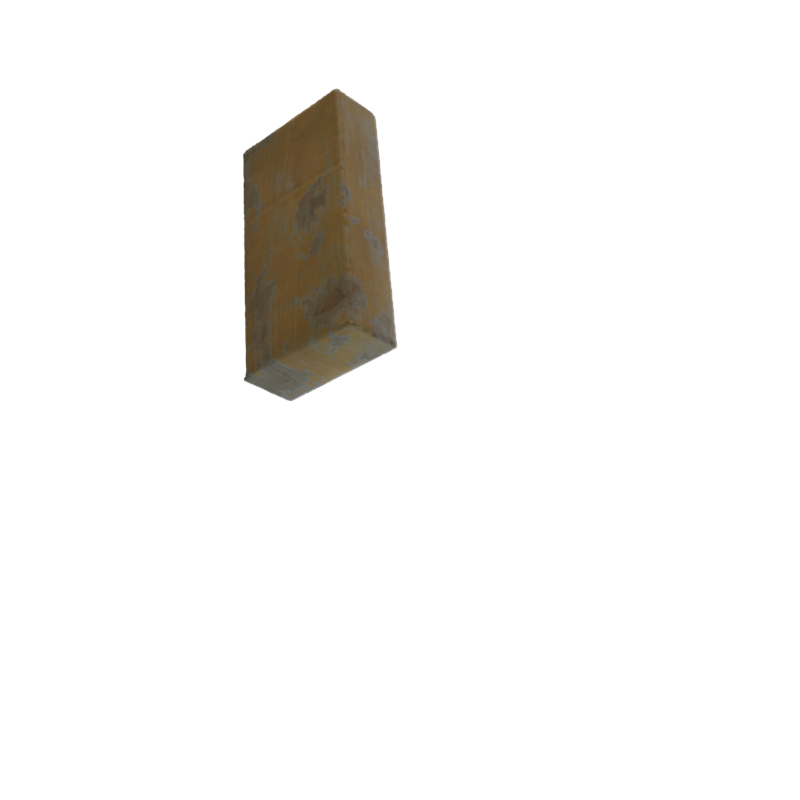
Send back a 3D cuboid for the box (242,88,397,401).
[{"bbox_3d":[-0.054,-0.098,0.690,0.093,0.188,0.045,-27,-40,34],"label":"box"}]
